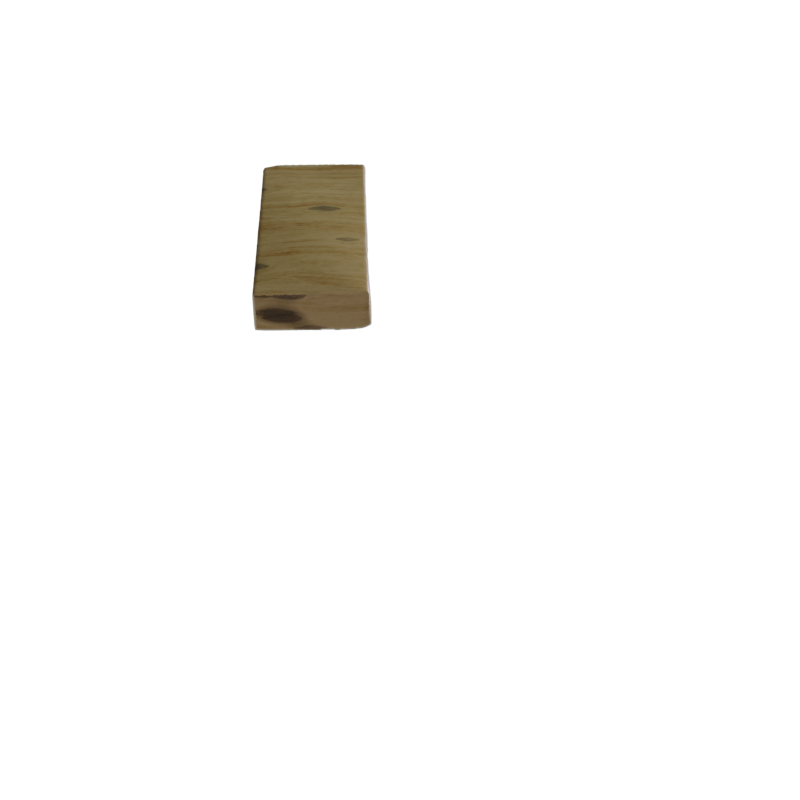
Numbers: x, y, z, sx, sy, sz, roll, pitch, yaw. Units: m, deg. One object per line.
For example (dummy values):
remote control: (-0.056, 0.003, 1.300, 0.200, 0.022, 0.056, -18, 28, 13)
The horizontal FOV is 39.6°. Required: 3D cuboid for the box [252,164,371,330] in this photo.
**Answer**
box: (-0.073, -0.132, 0.925, 0.093, 0.045, 0.189, -2, 45, -1)
